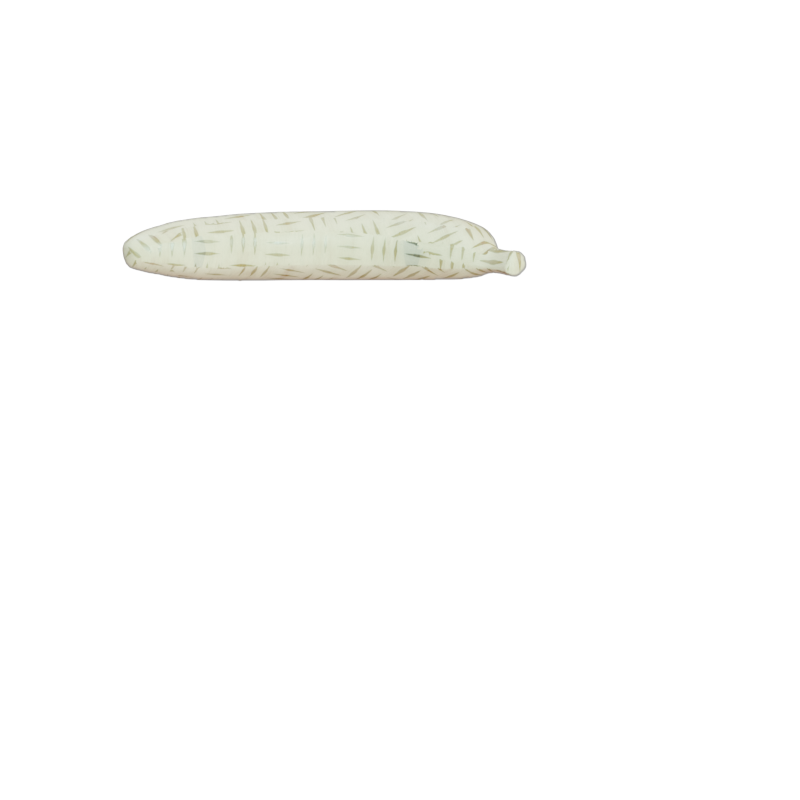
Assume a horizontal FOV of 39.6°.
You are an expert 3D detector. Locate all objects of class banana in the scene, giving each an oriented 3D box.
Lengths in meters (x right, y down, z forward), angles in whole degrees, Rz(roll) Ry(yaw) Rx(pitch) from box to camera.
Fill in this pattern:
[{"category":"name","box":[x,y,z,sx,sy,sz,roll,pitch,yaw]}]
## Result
[{"category":"banana","box":[-0.038,-0.080,0.566,0.199,0.037,0.069,0,2,7]}]
